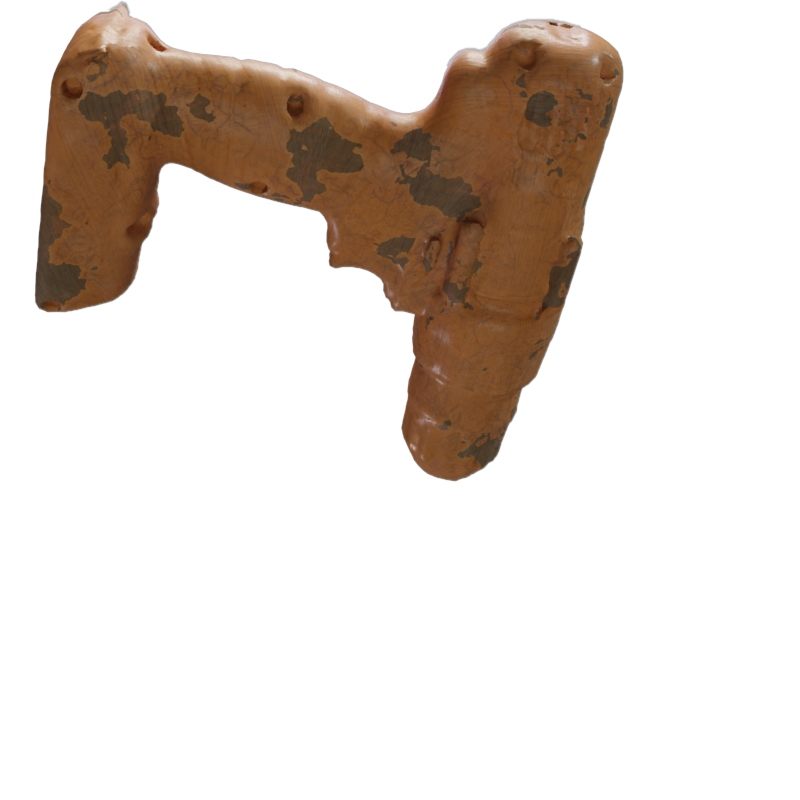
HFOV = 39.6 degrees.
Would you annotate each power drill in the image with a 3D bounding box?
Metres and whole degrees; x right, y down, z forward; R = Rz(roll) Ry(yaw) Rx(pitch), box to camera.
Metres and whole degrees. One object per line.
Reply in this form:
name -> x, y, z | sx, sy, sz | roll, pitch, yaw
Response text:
power drill -> -0.031, -0.057, 0.397 | 0.186, 0.175, 0.061 | 9, 29, -6
